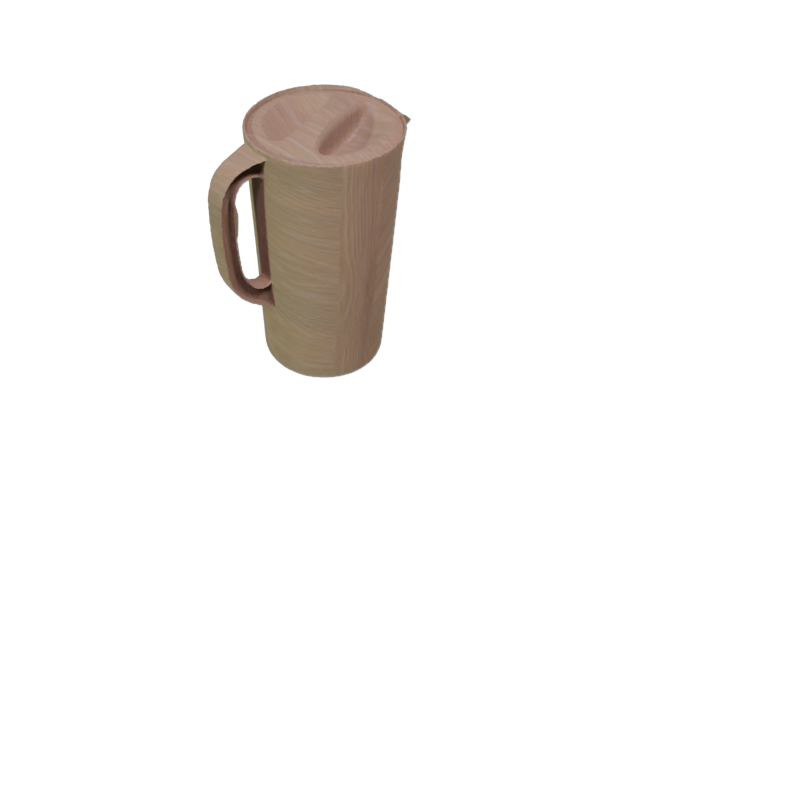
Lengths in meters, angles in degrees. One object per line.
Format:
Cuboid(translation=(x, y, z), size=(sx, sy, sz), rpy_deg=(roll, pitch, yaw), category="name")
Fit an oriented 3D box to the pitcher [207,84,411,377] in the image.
Cuboid(translation=(-0.075, -0.136, 0.956), size=(0.151, 0.227, 0.153), rpy_deg=(7, 39, 5), category="pitcher")
